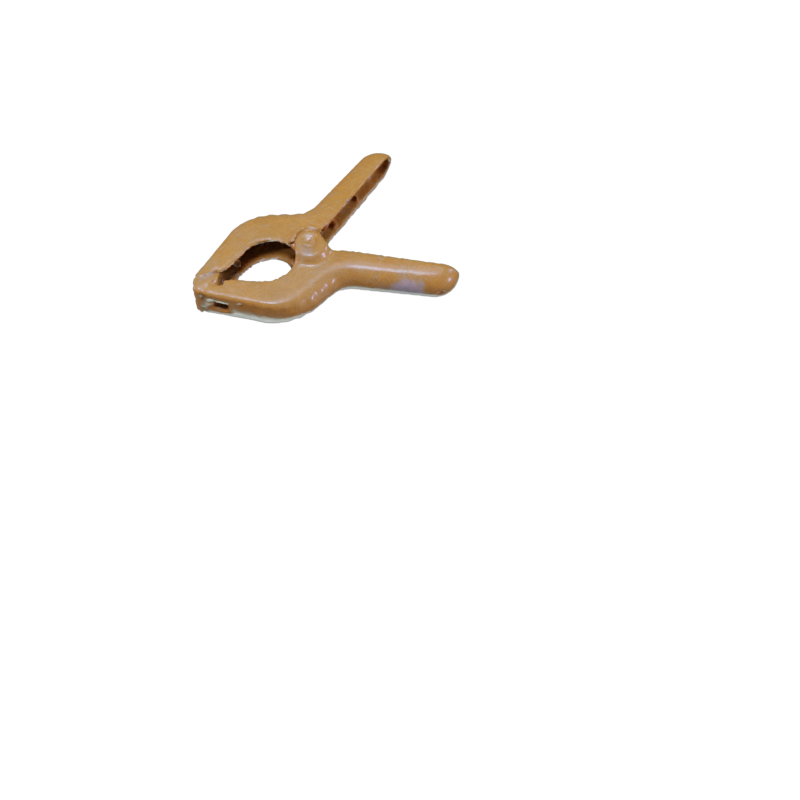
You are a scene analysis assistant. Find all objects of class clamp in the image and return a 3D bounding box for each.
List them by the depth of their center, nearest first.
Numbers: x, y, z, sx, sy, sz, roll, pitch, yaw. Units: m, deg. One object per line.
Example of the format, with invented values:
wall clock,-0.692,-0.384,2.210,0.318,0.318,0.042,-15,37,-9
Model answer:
clamp,-0.058,-0.106,0.744,0.170,0.130,0.037,-12,-37,-9
